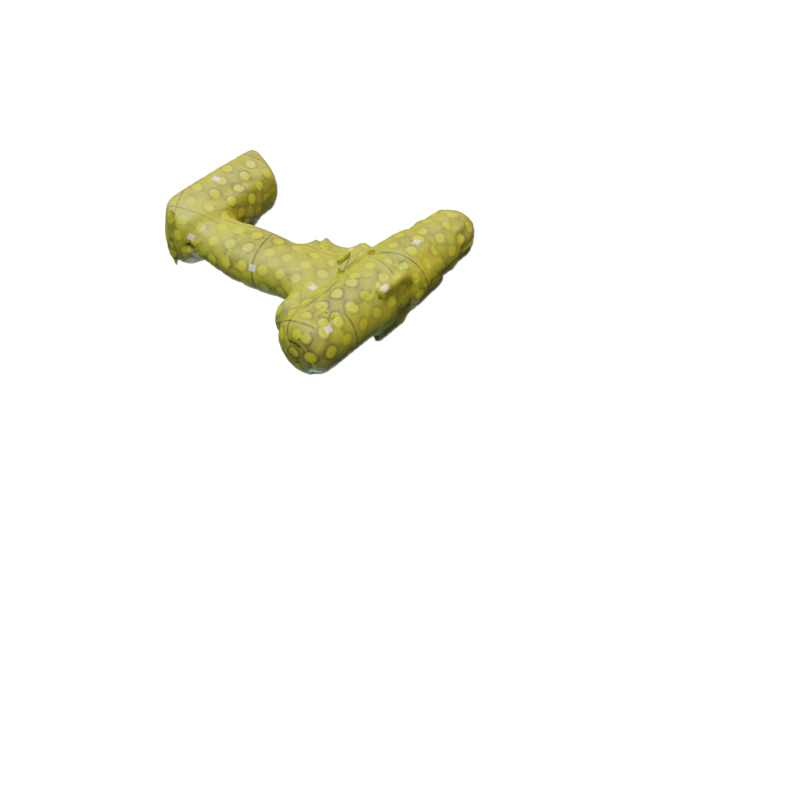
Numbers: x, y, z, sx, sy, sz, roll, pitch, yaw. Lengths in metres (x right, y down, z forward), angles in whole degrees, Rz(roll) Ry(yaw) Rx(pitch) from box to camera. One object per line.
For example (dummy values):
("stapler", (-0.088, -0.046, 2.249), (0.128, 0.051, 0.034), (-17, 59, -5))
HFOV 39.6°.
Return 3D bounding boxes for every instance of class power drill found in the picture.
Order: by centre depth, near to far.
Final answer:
("power drill", (-0.063, -0.115, 0.805), (0.199, 0.053, 0.186), (30, 50, 29))
